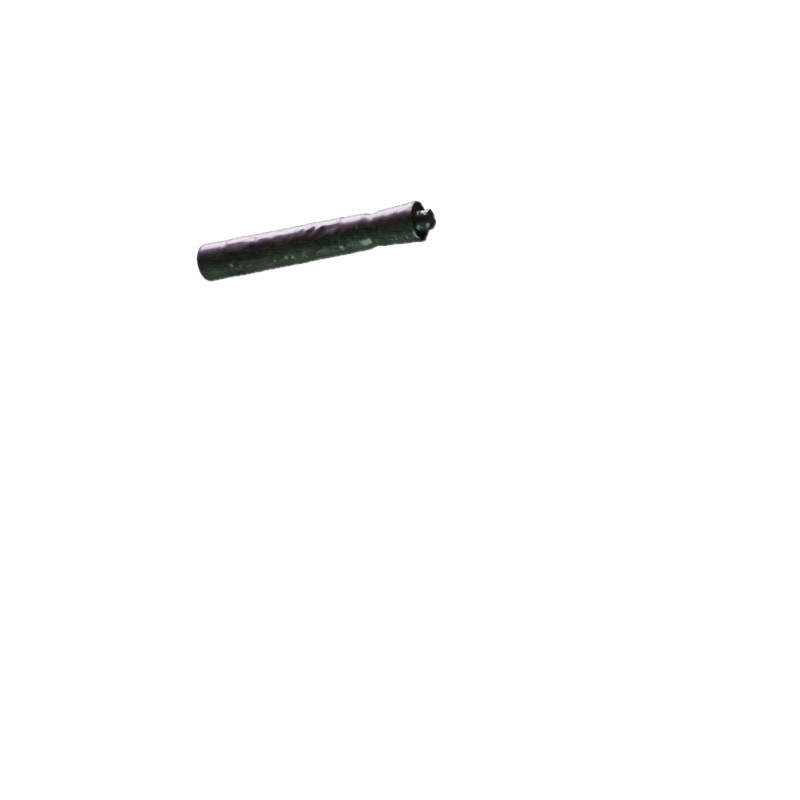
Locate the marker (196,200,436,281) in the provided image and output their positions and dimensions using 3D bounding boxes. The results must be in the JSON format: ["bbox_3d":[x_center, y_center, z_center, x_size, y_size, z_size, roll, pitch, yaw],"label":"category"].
[{"bbox_3d":[-0.041,-0.074,0.519,0.124,0.020,0.019,-7,1,27],"label":"marker"}]
